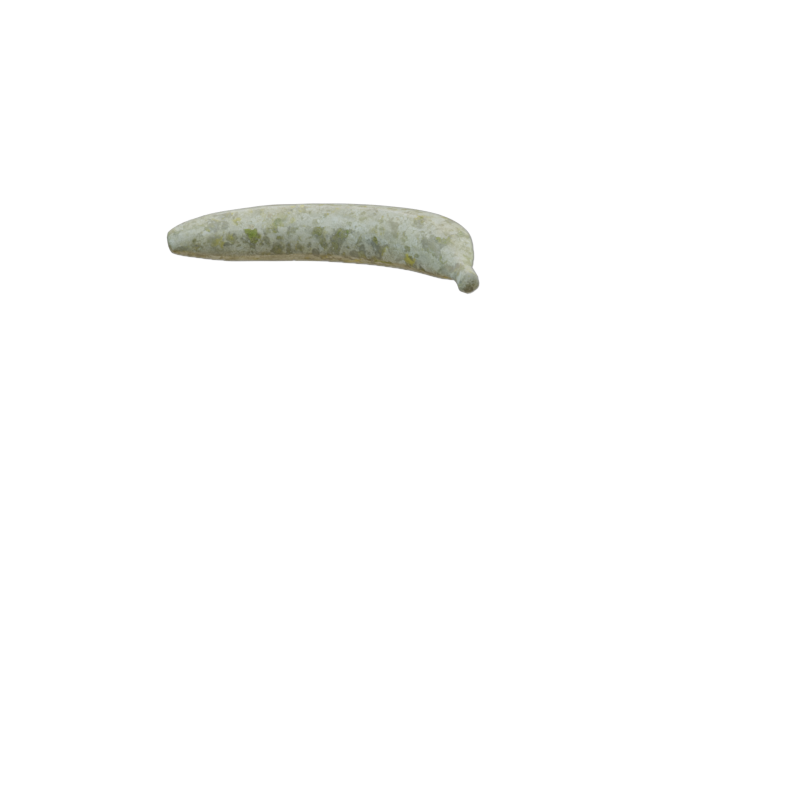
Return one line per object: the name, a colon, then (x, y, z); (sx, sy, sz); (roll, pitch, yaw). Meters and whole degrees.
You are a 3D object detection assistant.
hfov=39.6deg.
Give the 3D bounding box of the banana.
banana: (-0.038, -0.094, 0.645); (0.205, 0.036, 0.069); (9, 18, 26)
